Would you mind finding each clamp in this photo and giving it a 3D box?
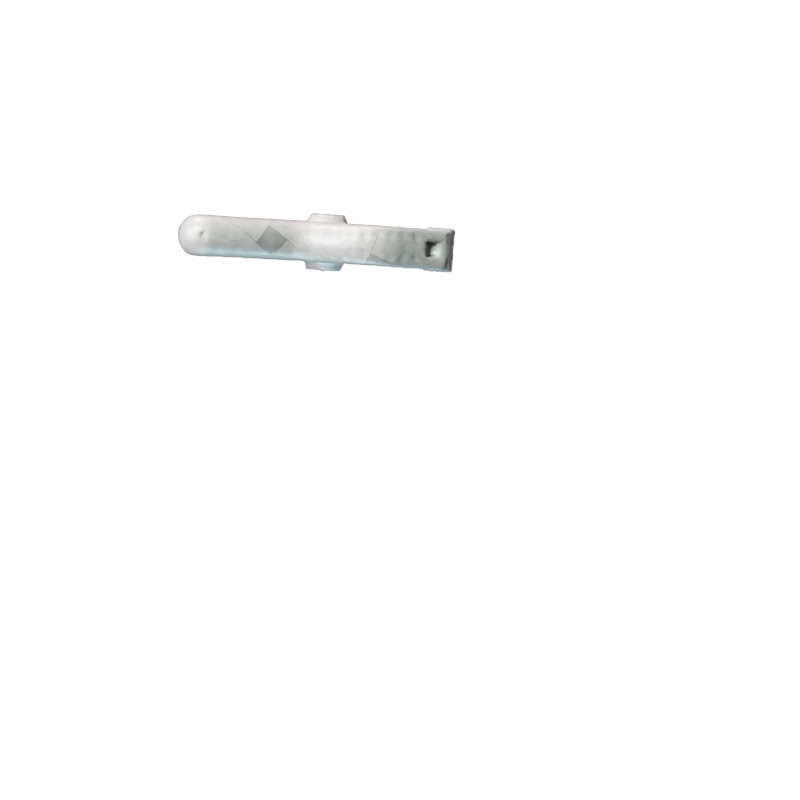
[{"bbox_3d":[-0.054,-0.099,0.693,0.174,0.038,0.121,3,13,11],"label":"clamp"}]
